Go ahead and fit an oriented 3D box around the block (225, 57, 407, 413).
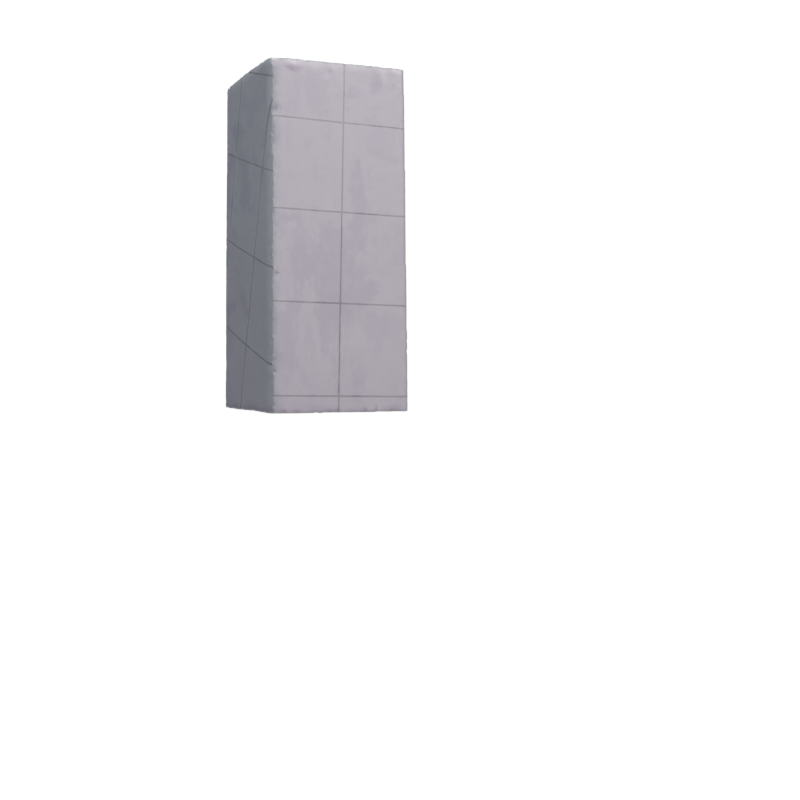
[{"bbox_3d":[-0.054,-0.098,0.689,0.088,0.209,0.092,2,-5,-24],"label":"block"}]
